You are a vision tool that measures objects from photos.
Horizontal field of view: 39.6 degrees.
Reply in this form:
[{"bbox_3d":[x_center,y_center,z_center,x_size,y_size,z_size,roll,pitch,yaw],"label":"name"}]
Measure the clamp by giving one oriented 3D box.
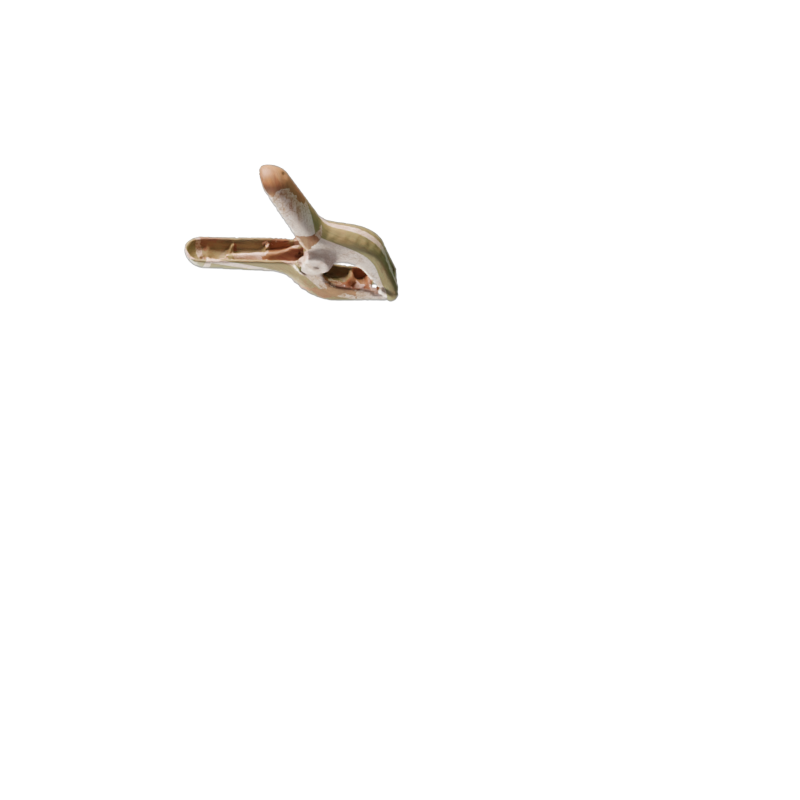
[{"bbox_3d":[-0.067,-0.121,0.850,0.165,0.042,0.118,13,-29,-24],"label":"clamp"}]
